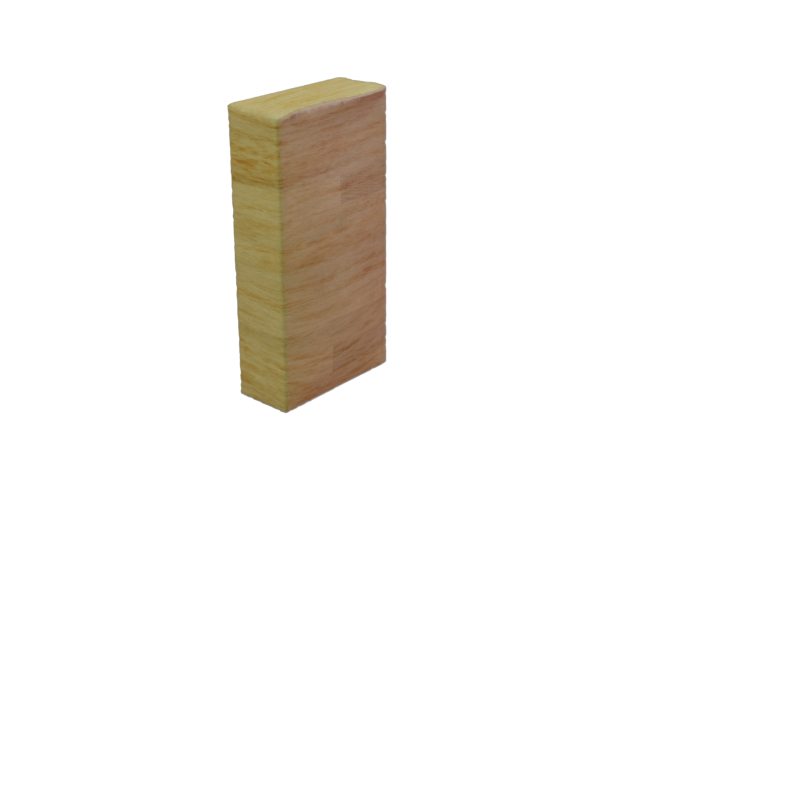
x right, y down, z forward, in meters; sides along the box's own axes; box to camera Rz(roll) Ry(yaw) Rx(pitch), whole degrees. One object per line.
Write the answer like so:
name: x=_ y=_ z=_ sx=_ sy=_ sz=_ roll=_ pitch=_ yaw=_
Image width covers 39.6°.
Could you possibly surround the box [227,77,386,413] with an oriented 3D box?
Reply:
box: x=-0.050 y=-0.092 z=0.643 sx=0.051 sy=0.167 sz=0.093 roll=20 pitch=30 yaw=36
